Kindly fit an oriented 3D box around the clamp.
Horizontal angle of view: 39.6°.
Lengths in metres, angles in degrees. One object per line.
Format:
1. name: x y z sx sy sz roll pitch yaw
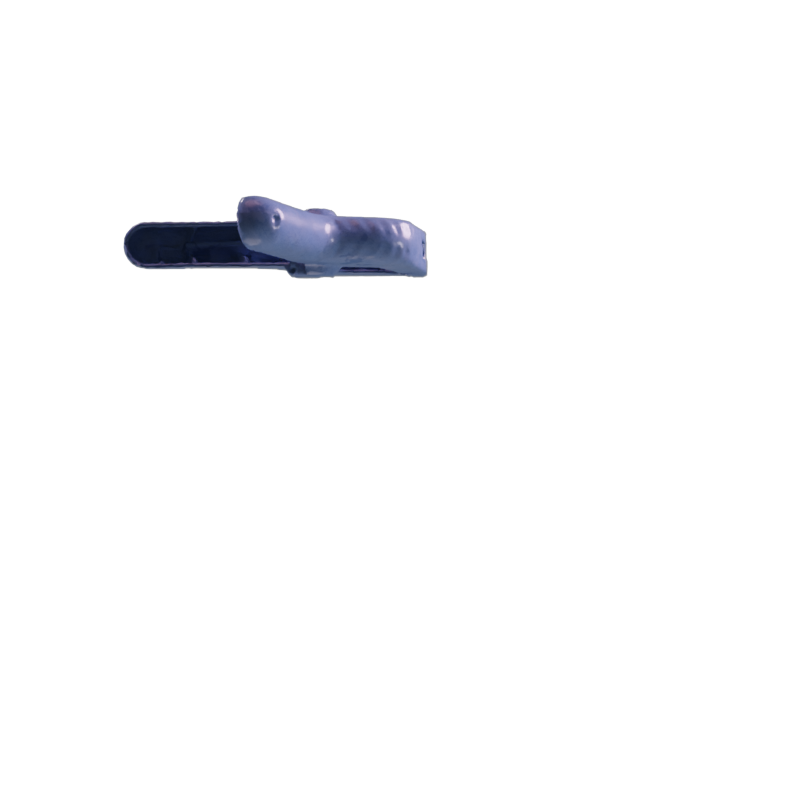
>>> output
1. clamp: -0.045 -0.083 0.580 0.166 0.039 0.125 -4 7 -31
